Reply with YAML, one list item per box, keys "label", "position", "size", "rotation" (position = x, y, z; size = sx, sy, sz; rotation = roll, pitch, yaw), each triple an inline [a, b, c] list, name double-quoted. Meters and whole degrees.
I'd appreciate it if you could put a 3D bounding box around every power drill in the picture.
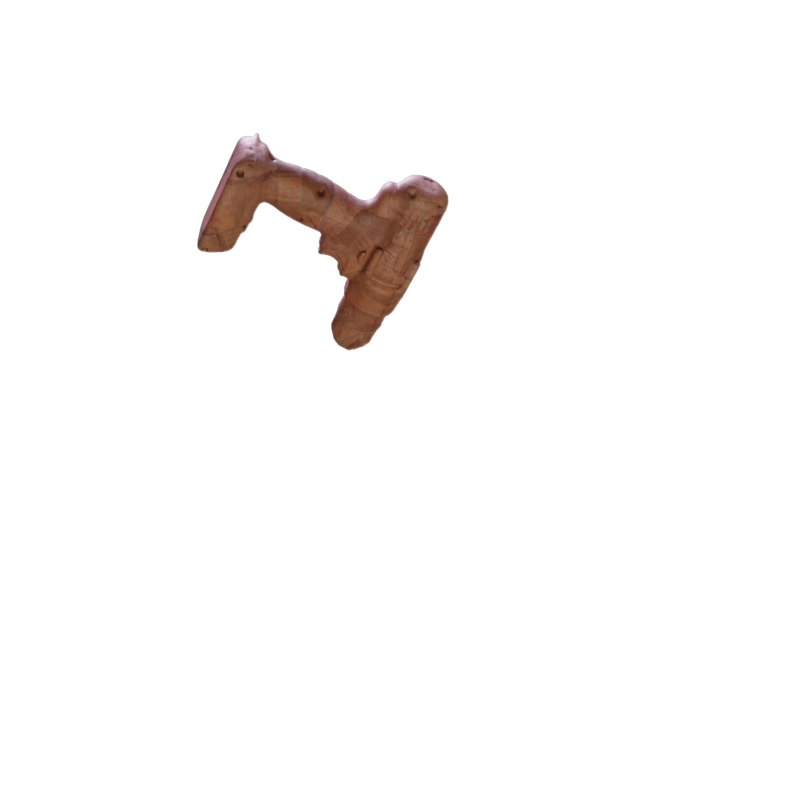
- label: "power drill"
  position: [-0.075, -0.136, 0.953]
  size: [0.183, 0.177, 0.061]
  rotation: [19, 33, -14]
